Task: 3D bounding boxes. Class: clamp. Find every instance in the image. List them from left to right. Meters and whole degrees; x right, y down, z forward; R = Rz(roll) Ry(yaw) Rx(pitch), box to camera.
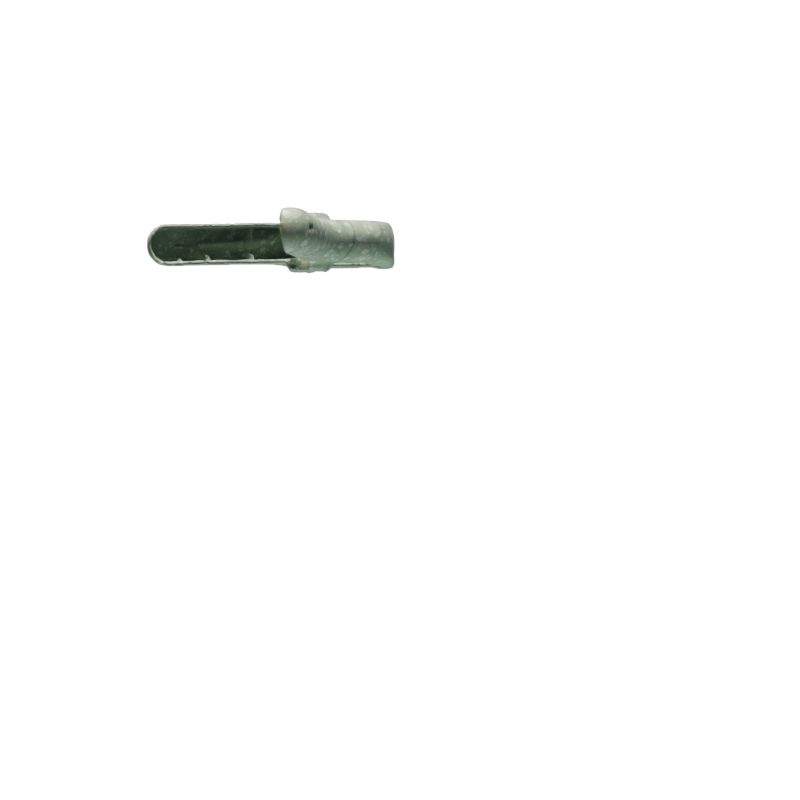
[{"bbox_3d":[-0.053,-0.096,0.673,0.166,0.039,0.126,-8,11,-42],"label":"clamp"}]
